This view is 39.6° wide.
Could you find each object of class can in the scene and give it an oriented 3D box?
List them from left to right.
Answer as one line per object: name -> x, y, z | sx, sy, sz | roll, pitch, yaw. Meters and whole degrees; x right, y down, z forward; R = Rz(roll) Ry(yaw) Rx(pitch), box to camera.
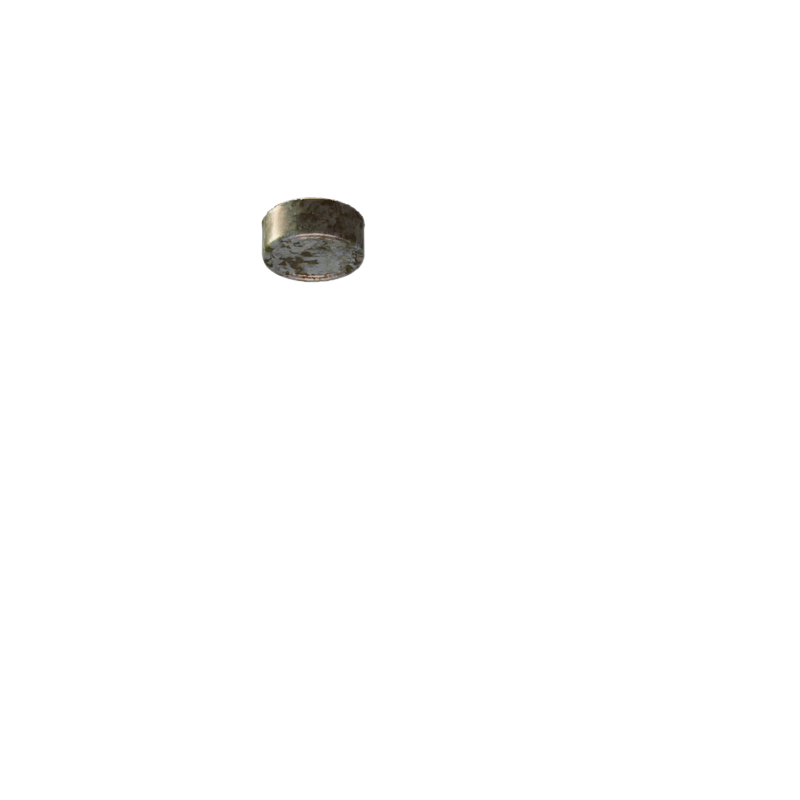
can -> -0.071, -0.130, 0.912 | 0.086, 0.036, 0.081 | 1, -24, -2
